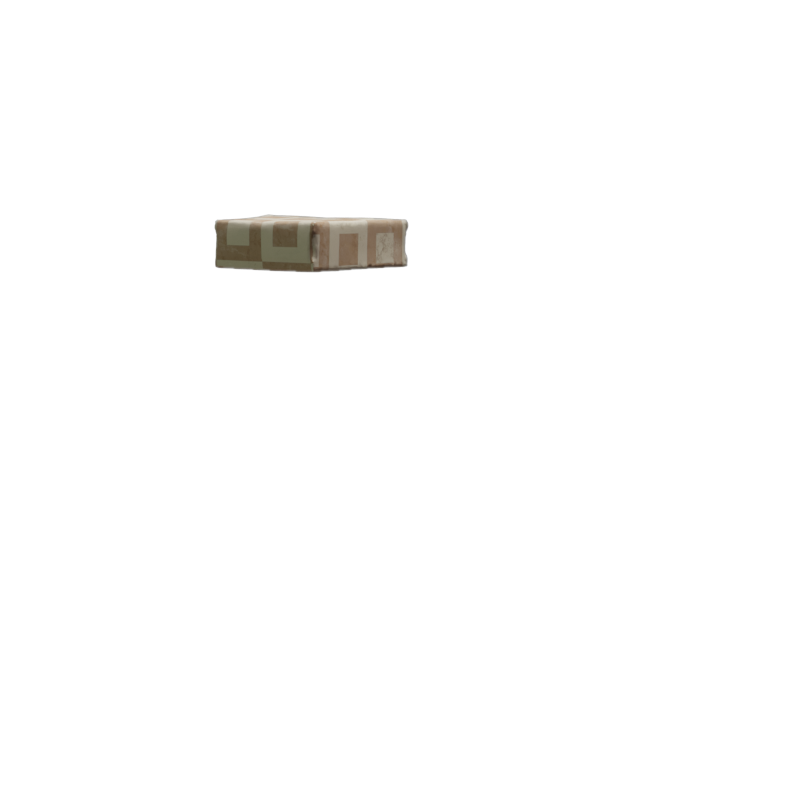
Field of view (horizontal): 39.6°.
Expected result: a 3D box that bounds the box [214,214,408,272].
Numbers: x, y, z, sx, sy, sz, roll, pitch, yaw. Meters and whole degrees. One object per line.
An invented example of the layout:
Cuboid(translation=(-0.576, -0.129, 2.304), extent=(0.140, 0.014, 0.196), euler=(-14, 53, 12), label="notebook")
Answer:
Cuboid(translation=(-0.049, -0.090, 0.629), extent=(0.076, 0.030, 0.087), euler=(7, 12, 37), label="box")
